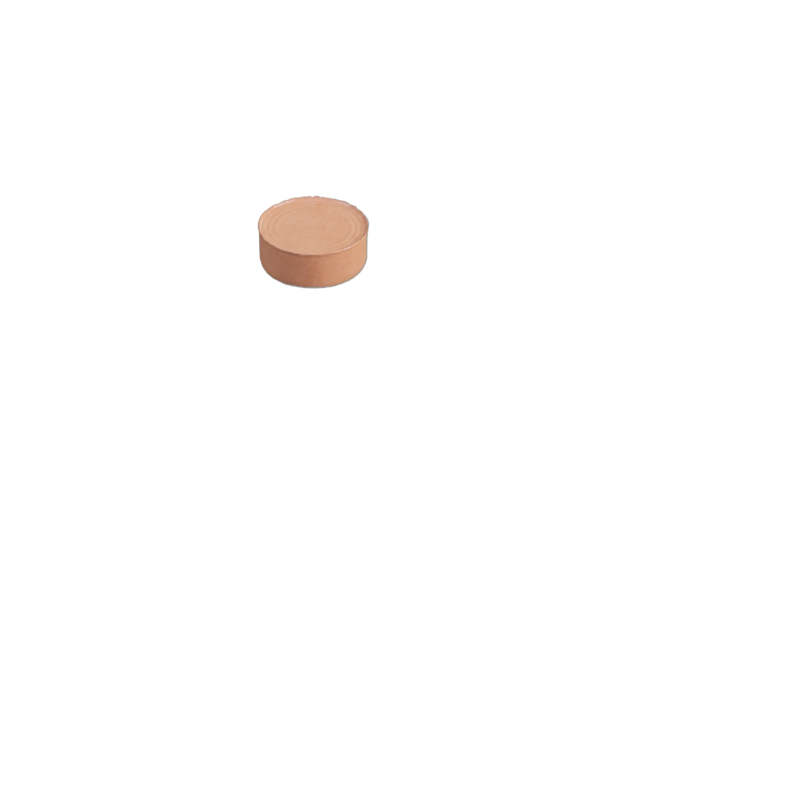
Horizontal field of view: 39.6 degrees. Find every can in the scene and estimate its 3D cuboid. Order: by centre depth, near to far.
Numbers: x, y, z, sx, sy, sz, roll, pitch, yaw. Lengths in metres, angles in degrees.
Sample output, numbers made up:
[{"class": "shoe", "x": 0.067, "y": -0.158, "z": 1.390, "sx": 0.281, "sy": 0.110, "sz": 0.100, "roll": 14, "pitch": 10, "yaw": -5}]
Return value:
[{"class": "can", "x": -0.067, "y": -0.123, "z": 0.860, "sx": 0.086, "sy": 0.031, "sz": 0.092, "roll": -1, "pitch": 37, "yaw": -2}]
